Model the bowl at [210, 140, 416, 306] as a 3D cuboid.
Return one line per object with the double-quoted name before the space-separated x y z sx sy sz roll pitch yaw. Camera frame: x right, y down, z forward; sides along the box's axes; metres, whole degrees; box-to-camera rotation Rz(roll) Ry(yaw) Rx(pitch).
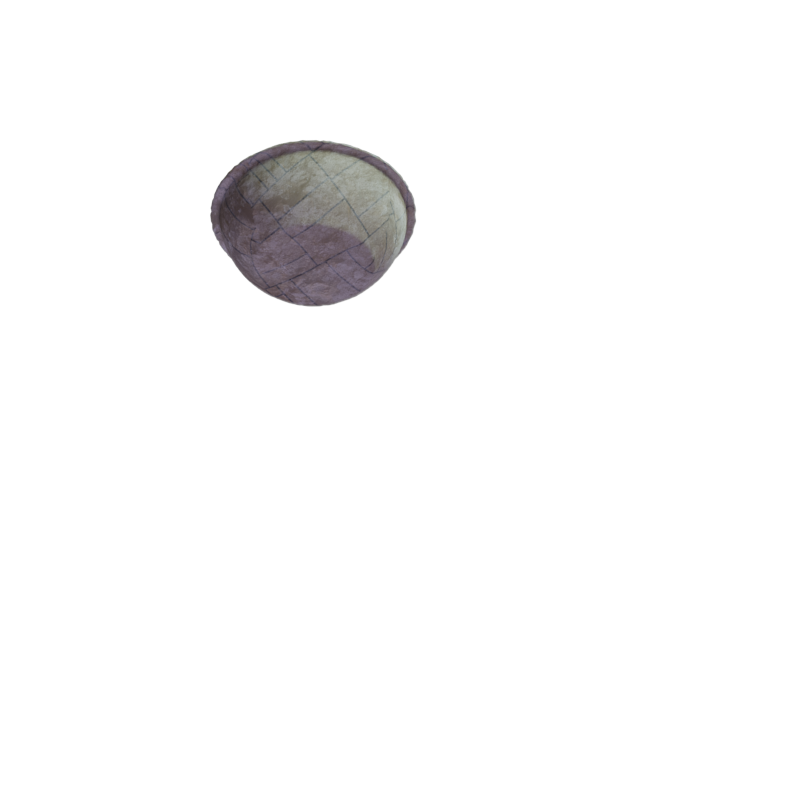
"bowl" -0.067 -0.122 0.854 0.162 0.059 0.151 1 -40 -1
